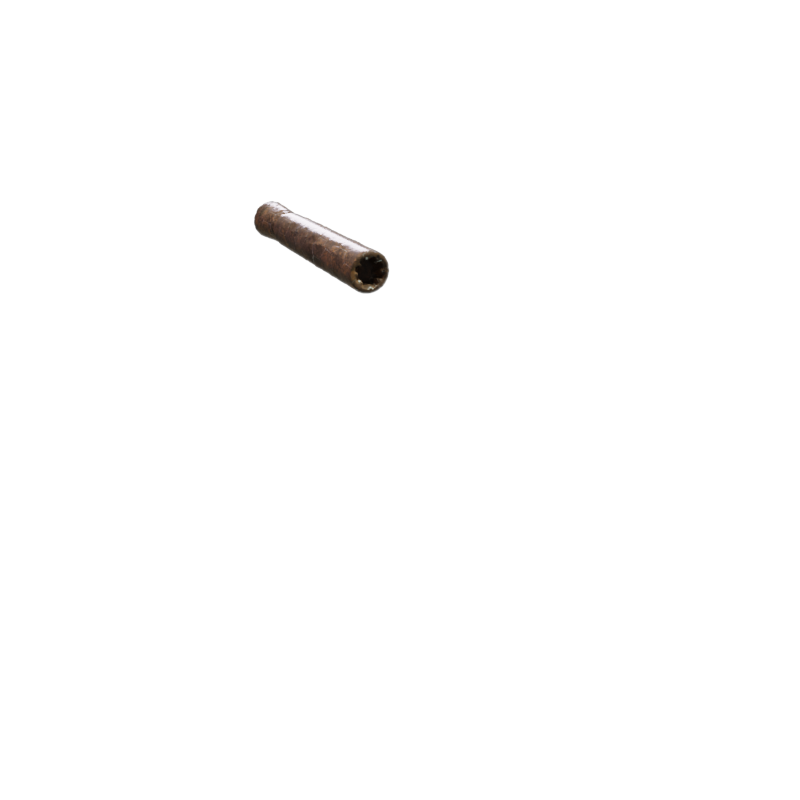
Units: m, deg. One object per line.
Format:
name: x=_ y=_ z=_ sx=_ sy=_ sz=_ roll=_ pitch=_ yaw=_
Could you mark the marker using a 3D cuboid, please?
marker: x=-0.041 y=-0.074 z=0.517 sx=0.019 sy=0.019 sz=0.128 roll=-2 pitch=20 yaw=-26
